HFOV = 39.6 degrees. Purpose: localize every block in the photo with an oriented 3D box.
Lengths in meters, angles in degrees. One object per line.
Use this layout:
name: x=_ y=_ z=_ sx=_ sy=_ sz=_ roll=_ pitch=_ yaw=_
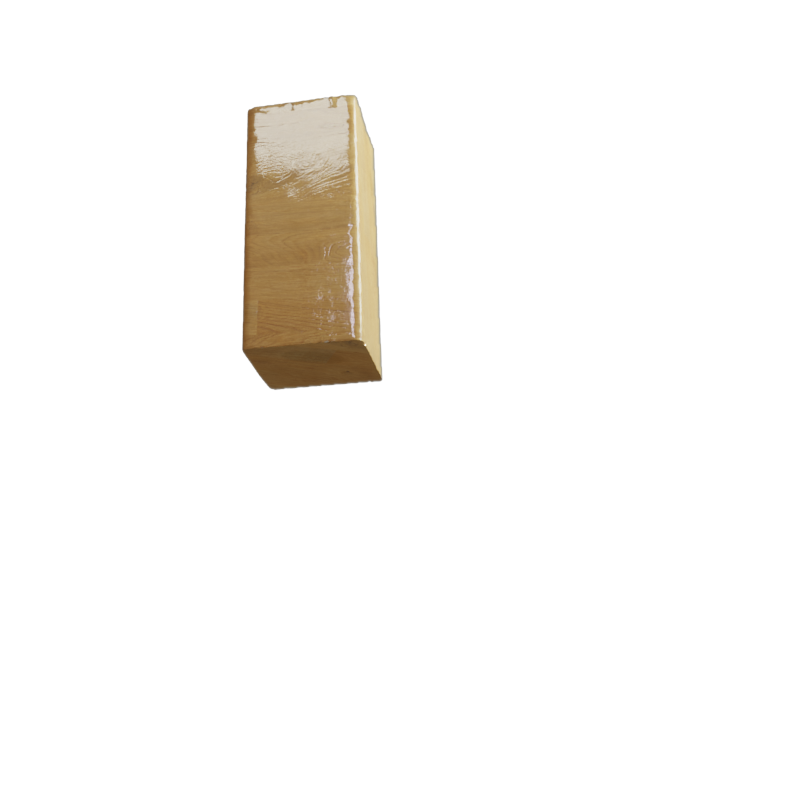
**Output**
block: x=-0.068 y=-0.123 z=0.862 sx=0.092 sy=0.218 sz=0.084 roll=-6 pitch=-25 yaw=9
